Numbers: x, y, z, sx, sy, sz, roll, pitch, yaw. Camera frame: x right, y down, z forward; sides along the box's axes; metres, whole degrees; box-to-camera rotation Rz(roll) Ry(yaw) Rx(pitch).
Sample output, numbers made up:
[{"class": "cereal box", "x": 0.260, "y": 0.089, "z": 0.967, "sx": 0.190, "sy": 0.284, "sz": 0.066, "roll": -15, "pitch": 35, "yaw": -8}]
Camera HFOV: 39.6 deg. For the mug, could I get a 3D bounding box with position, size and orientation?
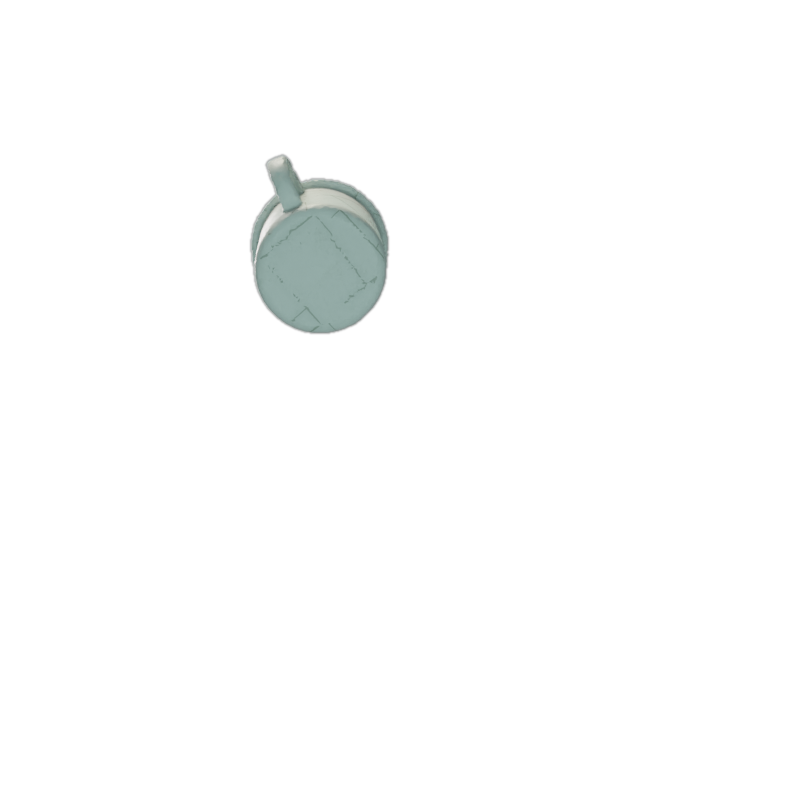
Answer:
[{"class": "mug", "x": -0.055, "y": -0.101, "z": 0.709, "sx": 0.093, "sy": 0.114, "sz": 0.084, "roll": -21, "pitch": 13, "yaw": 3}]
